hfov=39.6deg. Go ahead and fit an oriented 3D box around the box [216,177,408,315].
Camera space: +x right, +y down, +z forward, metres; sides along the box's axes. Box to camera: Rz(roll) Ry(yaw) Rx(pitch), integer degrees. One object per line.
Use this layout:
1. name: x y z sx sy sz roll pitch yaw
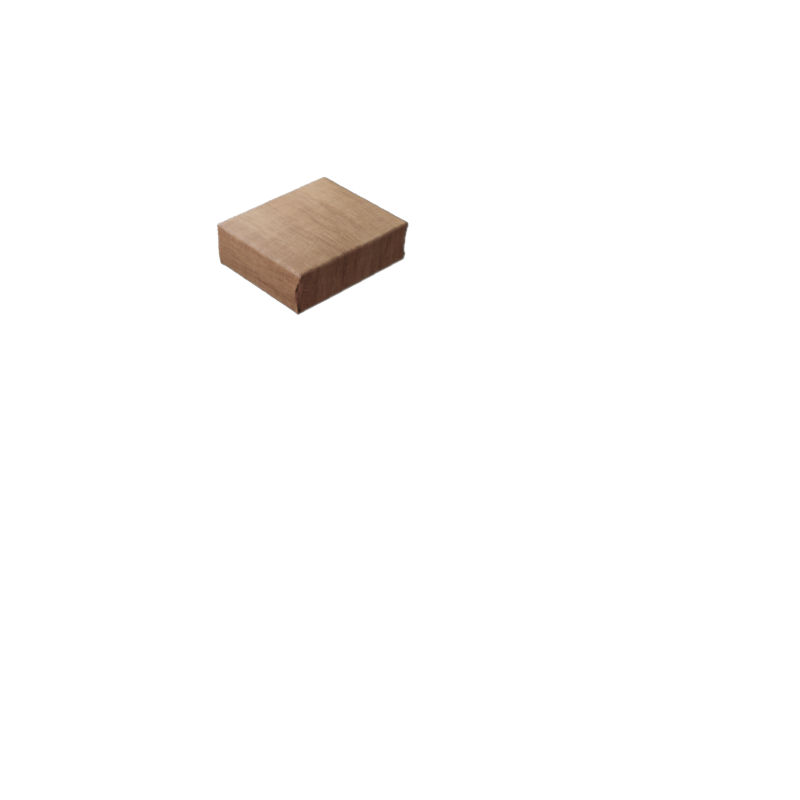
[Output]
1. box: -0.064 -0.116 0.815 0.096 0.036 0.114 31 48 33
